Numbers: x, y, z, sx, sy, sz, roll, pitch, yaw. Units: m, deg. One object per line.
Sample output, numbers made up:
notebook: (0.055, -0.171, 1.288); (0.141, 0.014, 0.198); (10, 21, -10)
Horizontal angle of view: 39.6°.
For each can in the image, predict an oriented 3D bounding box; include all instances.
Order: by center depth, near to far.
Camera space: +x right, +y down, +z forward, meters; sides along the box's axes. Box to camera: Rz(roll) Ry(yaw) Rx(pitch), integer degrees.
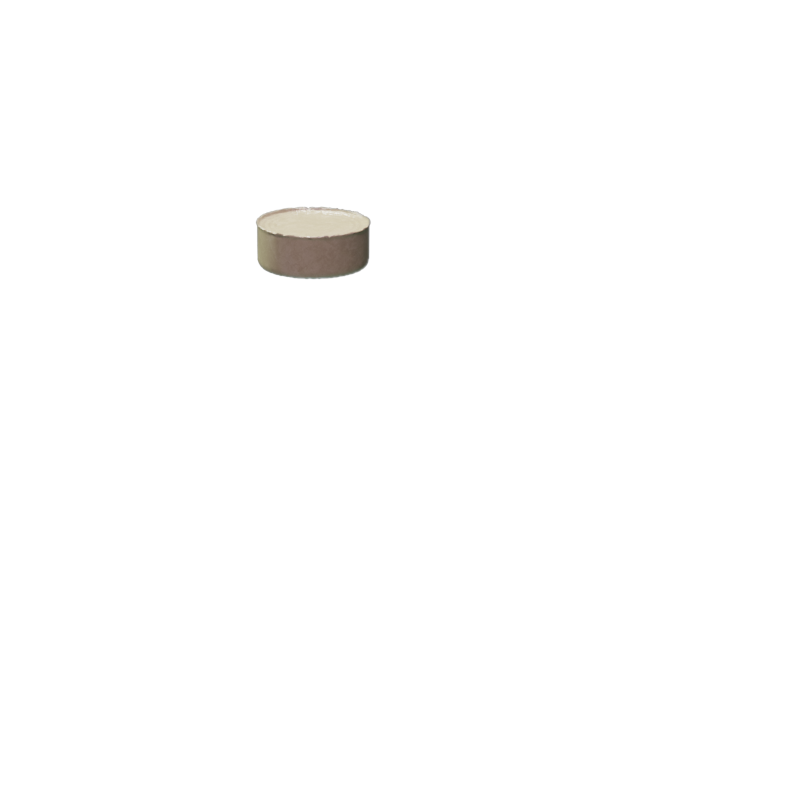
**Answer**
can: (-0.065, -0.119, 0.833); (0.086, 0.032, 0.090); (-1, 23, -2)
